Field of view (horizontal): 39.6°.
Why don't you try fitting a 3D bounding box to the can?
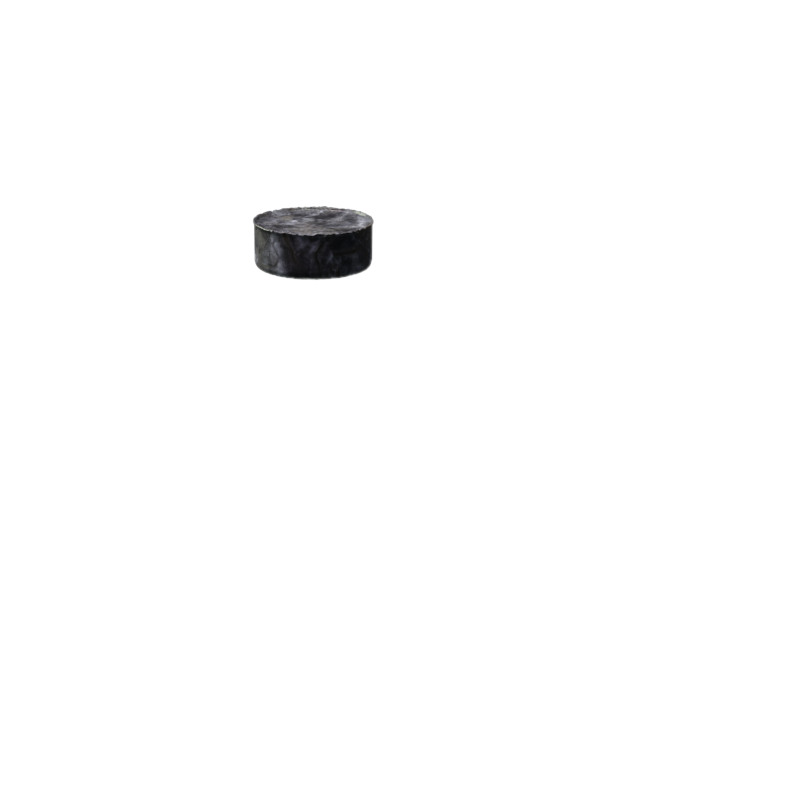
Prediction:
[{"bbox_3d":[-0.062,-0.113,0.791,0.086,0.032,0.090,-1,21,-2],"label":"can"}]
